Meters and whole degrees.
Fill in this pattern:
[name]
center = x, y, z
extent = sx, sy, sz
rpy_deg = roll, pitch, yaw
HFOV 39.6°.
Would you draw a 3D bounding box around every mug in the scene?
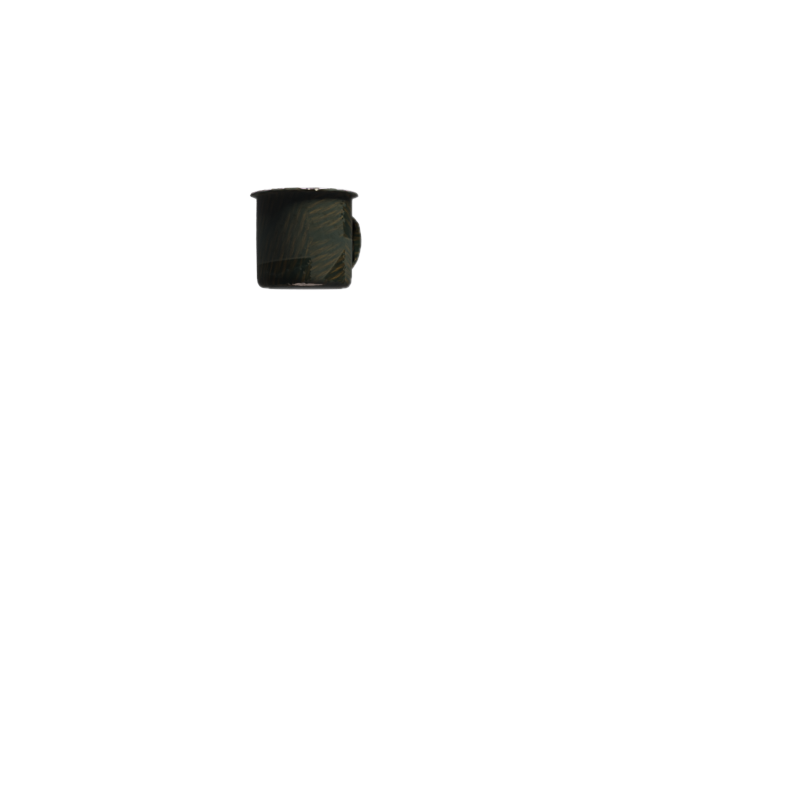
[mug]
center = -0.075, -0.137, 0.958
extent = 0.097, 0.082, 0.112
rpy_deg = 0, 1, 37
